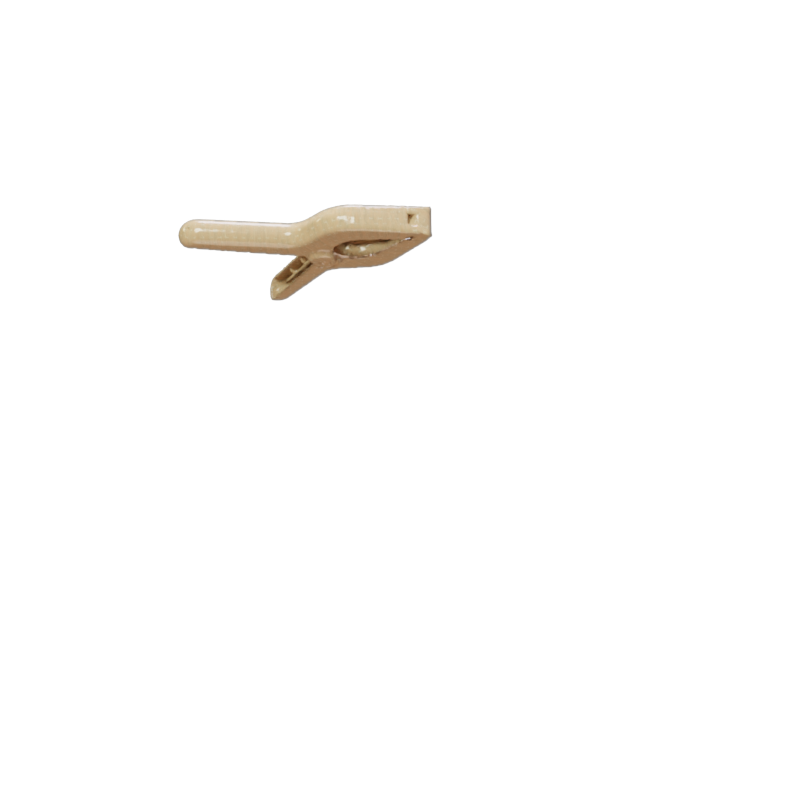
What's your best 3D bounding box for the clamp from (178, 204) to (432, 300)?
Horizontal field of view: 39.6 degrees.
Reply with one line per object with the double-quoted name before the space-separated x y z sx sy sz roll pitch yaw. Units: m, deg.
"clamp" -0.075 -0.138 0.963 0.214 0.038 0.154 -10 -19 32
